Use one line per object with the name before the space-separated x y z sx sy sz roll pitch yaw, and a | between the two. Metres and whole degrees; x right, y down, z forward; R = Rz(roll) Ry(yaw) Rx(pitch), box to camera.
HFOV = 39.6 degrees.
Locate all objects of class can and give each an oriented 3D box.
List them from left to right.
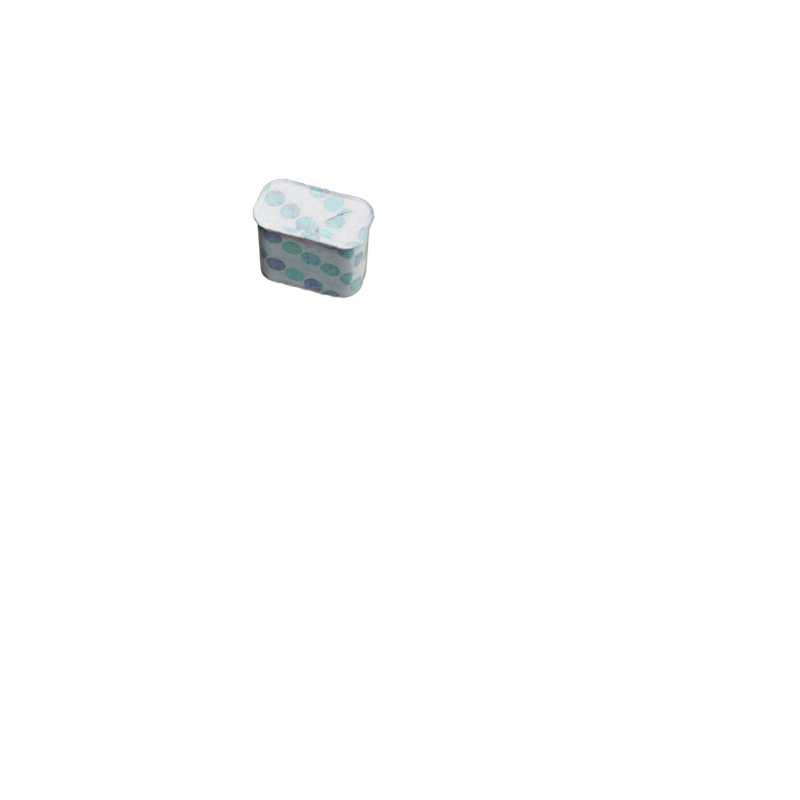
can | -0.077 -0.141 0.985 0.104 0.060 0.078 16 -32 9
